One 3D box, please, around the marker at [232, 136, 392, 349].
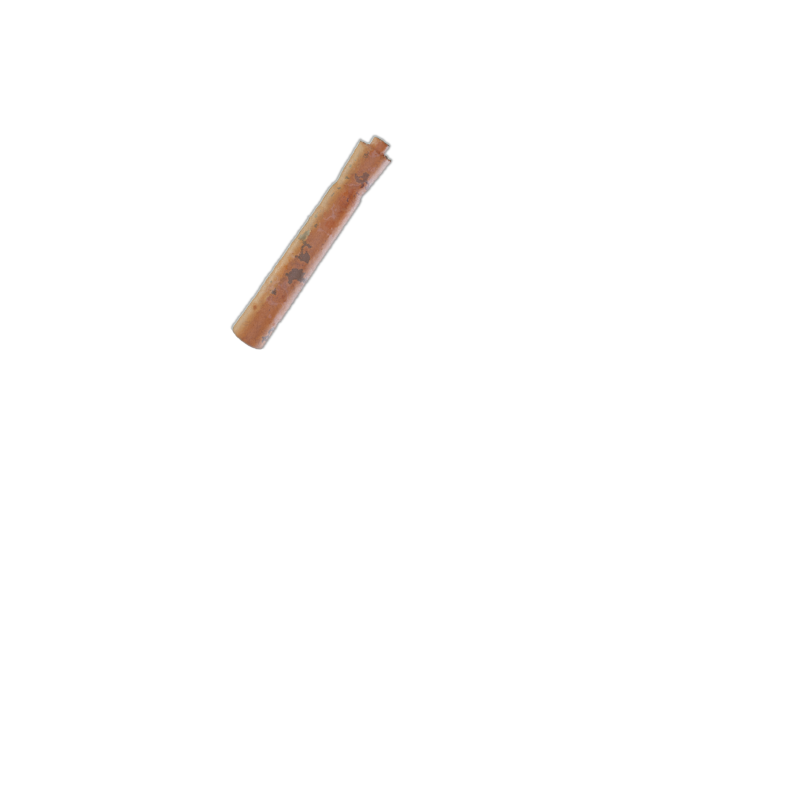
[{"bbox_3d":[-0.043,-0.078,0.548,0.019,0.119,0.020,34,11,-11],"label":"marker"}]
